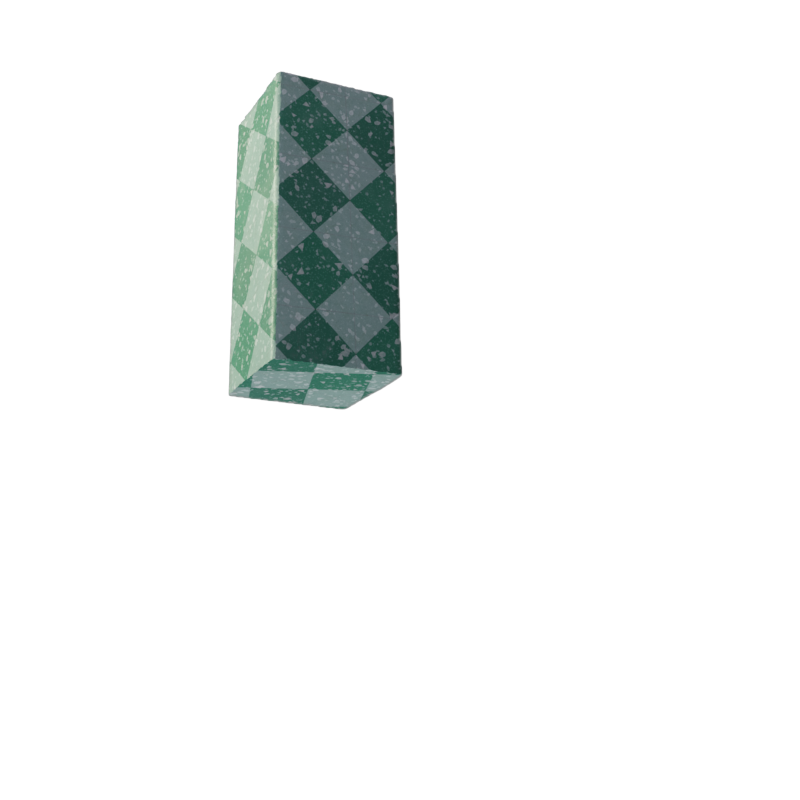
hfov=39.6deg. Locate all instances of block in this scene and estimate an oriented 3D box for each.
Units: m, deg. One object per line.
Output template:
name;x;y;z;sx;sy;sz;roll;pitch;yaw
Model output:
block;-0.060;-0.109;0.764;0.087;0.217;0.089;9;-24;-24
